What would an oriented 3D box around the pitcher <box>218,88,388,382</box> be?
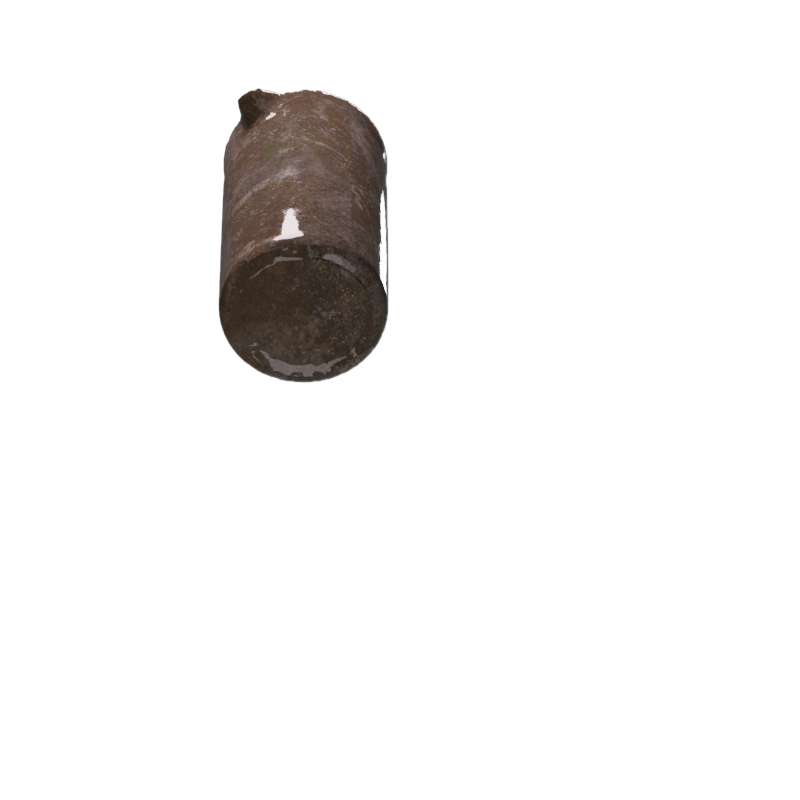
[{"bbox_3d":[-0.063,-0.115,0.804,0.147,0.138,0.259,11,32,-10],"label":"pitcher"}]
